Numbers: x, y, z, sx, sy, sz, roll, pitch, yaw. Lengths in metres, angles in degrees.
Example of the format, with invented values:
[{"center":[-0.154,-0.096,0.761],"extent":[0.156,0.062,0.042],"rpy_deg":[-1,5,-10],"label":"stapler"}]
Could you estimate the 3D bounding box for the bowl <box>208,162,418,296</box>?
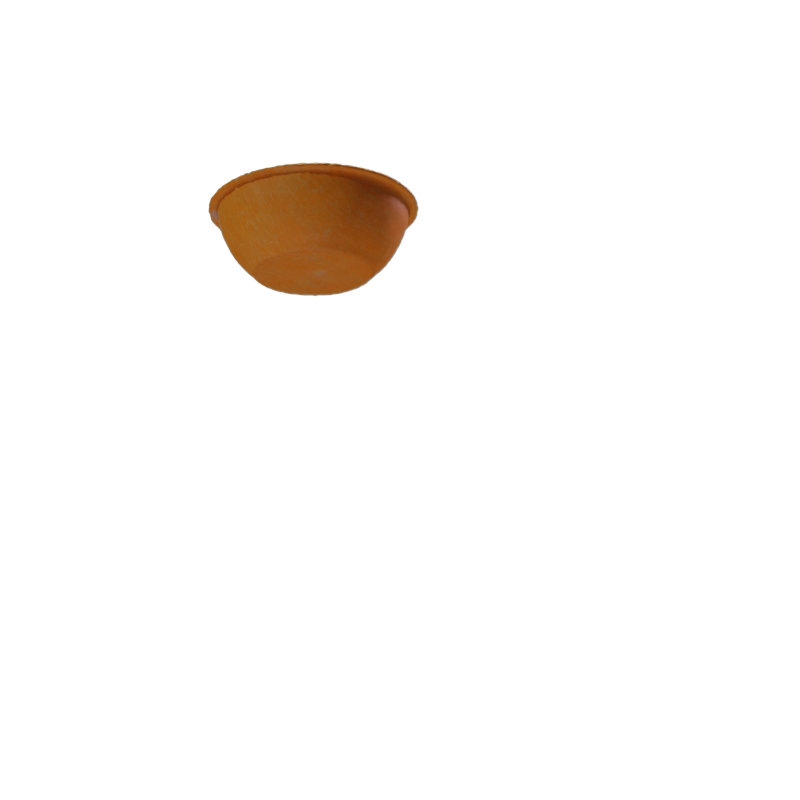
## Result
[{"center":[-0.066,-0.121,0.846],"extent":[0.162,0.058,0.155],"rpy_deg":[0,-18,-2],"label":"bowl"}]
